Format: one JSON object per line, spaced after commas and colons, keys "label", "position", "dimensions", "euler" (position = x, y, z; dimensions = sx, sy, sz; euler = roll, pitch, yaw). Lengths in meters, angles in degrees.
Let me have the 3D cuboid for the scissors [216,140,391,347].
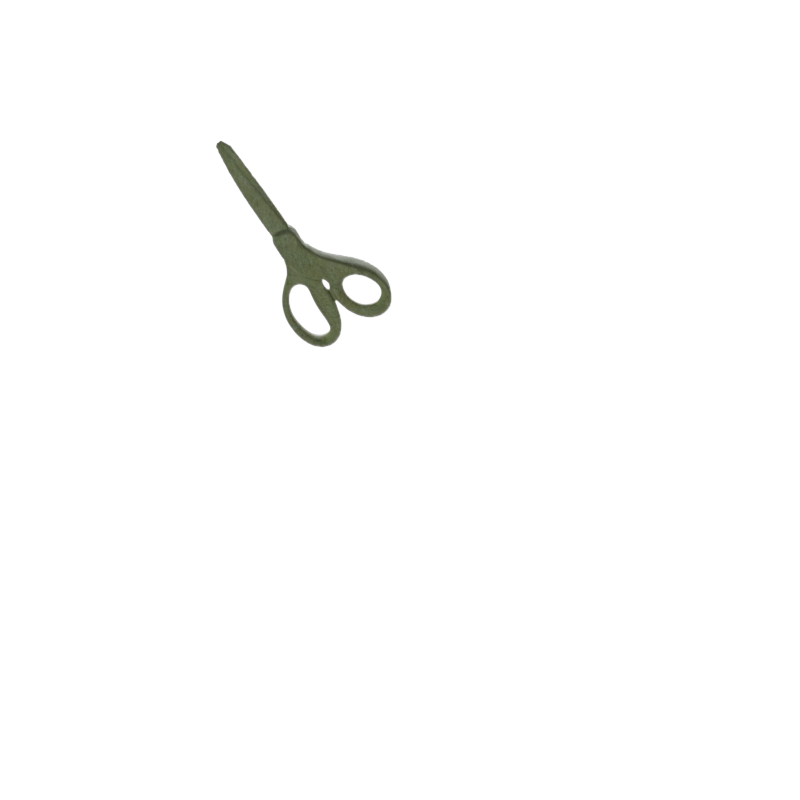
{"label": "scissors", "position": [-0.066, -0.120, 0.842], "dimensions": [0.097, 0.187, 0.017], "euler": [-9, 39, 7]}
